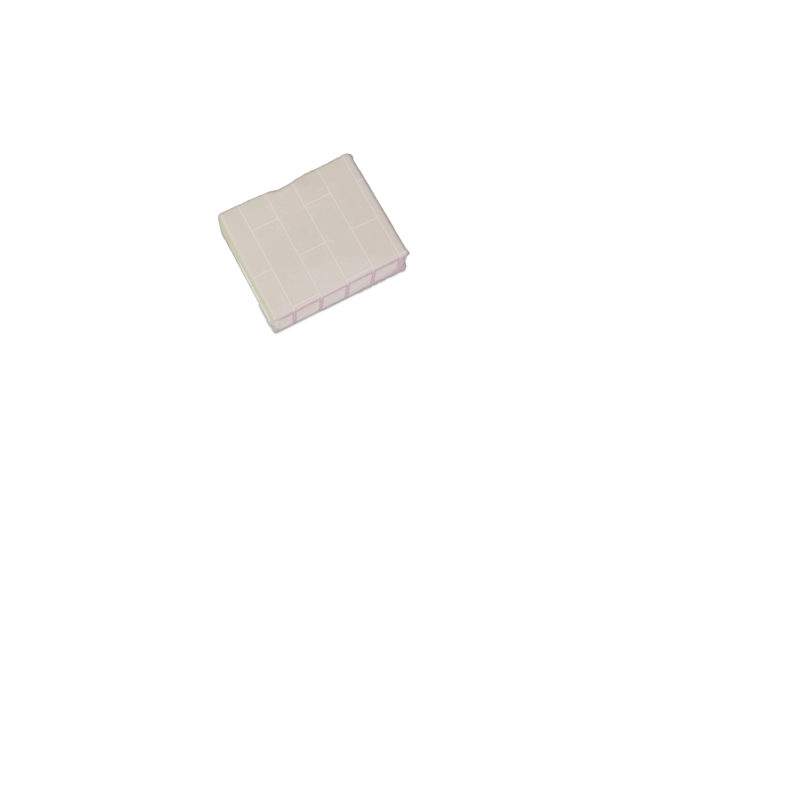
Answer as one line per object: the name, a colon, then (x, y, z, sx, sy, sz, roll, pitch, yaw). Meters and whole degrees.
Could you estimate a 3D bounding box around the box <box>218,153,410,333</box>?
box: (-0.050, -0.092, 0.643, 0.089, 0.077, 0.029, -27, -17, -10)
